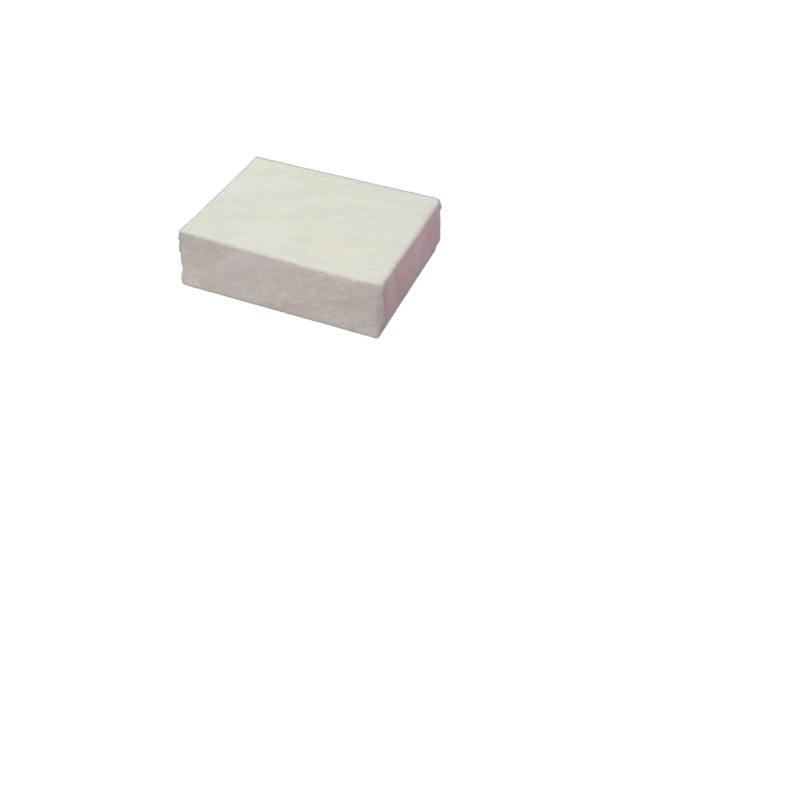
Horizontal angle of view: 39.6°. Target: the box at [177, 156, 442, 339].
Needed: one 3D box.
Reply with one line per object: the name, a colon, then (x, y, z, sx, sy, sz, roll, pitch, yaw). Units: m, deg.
box: (-0.045, -0.083, 0.578, 0.117, 0.036, 0.093, 14, 38, 18)
